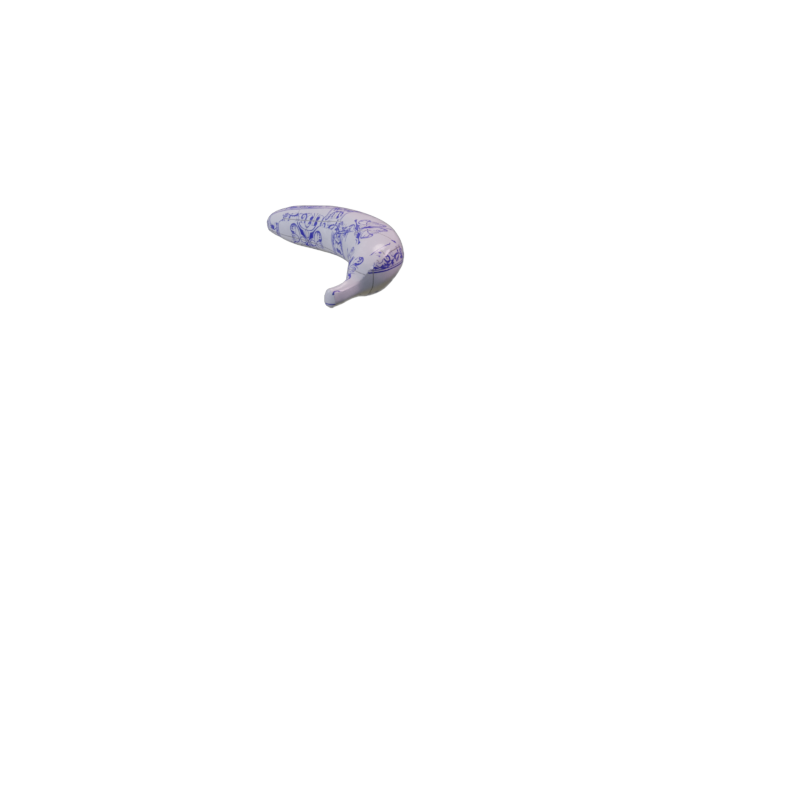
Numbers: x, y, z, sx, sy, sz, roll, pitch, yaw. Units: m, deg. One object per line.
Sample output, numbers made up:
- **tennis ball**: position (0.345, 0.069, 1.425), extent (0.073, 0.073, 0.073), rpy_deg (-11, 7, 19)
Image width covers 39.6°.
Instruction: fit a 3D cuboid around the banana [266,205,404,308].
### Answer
- **banana**: position (-0.041, -0.110, 0.767), extent (0.068, 0.035, 0.209), rpy_deg (-5, 21, -15)
